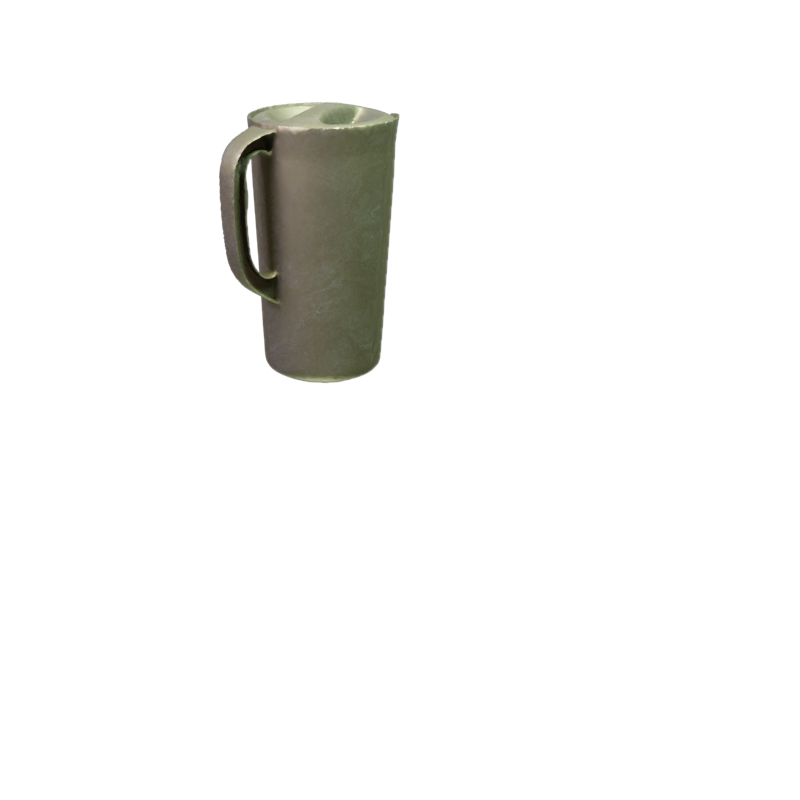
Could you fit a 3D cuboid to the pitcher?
[{"bbox_3d":[-0.078,-0.142,0.995,0.150,0.234,0.150,2,18,2],"label":"pitcher"}]
